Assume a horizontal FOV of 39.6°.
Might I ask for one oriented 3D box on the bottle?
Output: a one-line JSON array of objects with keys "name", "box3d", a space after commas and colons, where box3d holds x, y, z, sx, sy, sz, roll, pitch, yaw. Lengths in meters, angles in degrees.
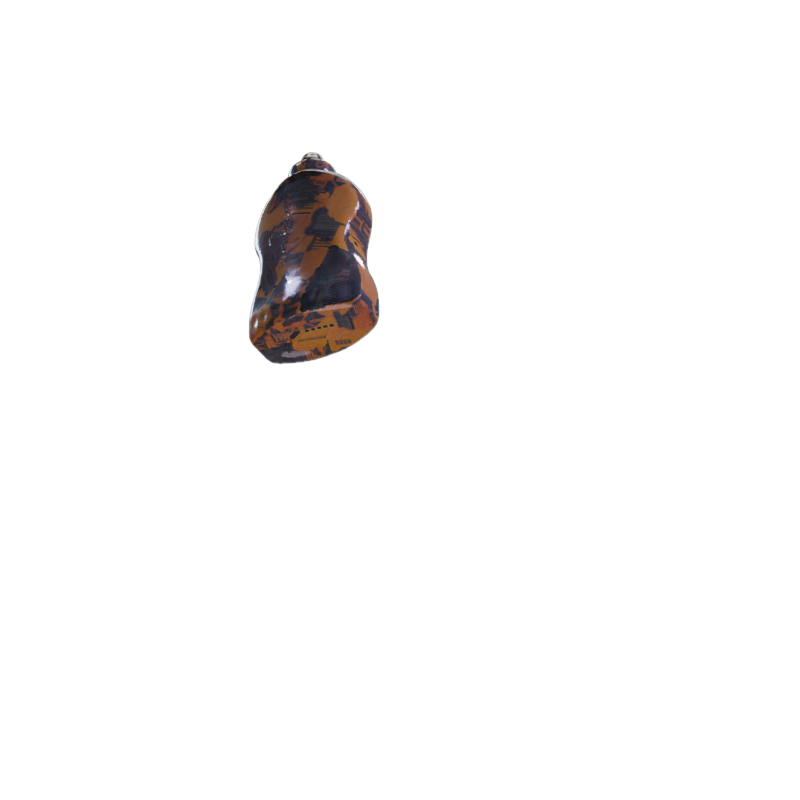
[{"name": "bottle", "box3d": [-0.068, -0.123, 0.863, 0.096, 0.206, 0.054, -22, -44, 21]}]
